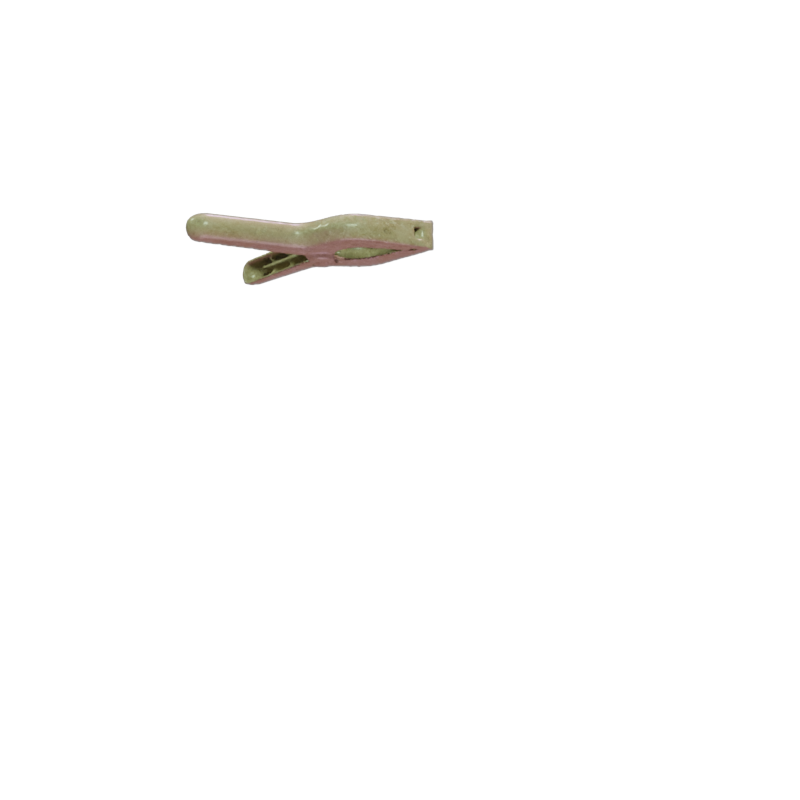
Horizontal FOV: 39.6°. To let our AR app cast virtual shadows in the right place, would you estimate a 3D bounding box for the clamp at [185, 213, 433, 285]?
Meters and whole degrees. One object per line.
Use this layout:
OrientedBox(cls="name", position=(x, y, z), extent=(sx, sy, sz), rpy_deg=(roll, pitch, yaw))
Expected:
OrientedBox(cls="clamp", position=(-0.078, -0.141, 0.990), extent=(0.214, 0.038, 0.156), rpy_deg=(-3, -10, 20))
